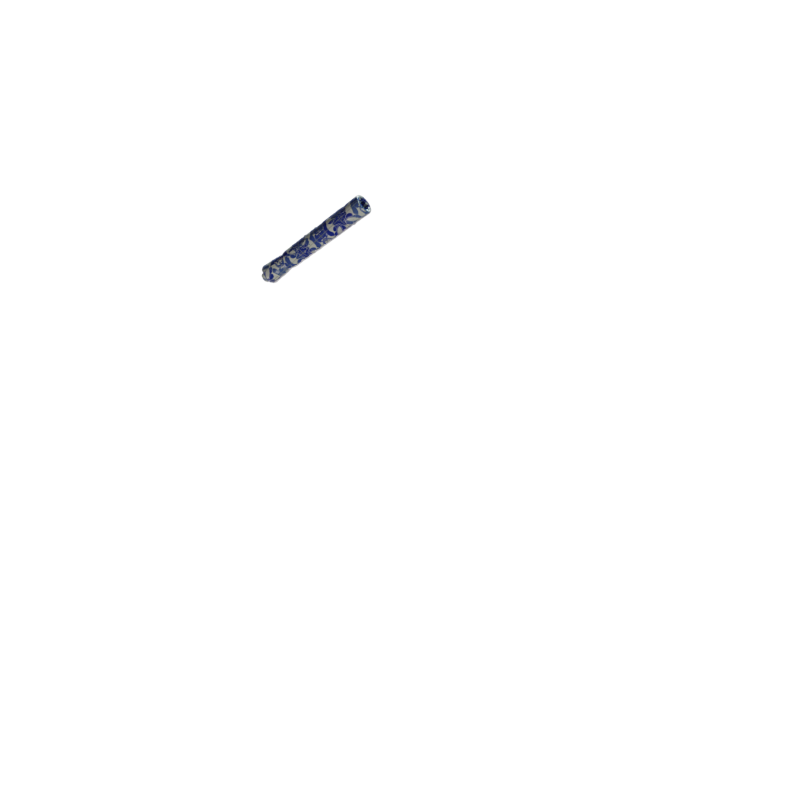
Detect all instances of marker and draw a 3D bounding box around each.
[{"bbox_3d":[-0.076,-0.139,0.972,0.120,0.020,0.019,-33,-12,26],"label":"marker"}]
